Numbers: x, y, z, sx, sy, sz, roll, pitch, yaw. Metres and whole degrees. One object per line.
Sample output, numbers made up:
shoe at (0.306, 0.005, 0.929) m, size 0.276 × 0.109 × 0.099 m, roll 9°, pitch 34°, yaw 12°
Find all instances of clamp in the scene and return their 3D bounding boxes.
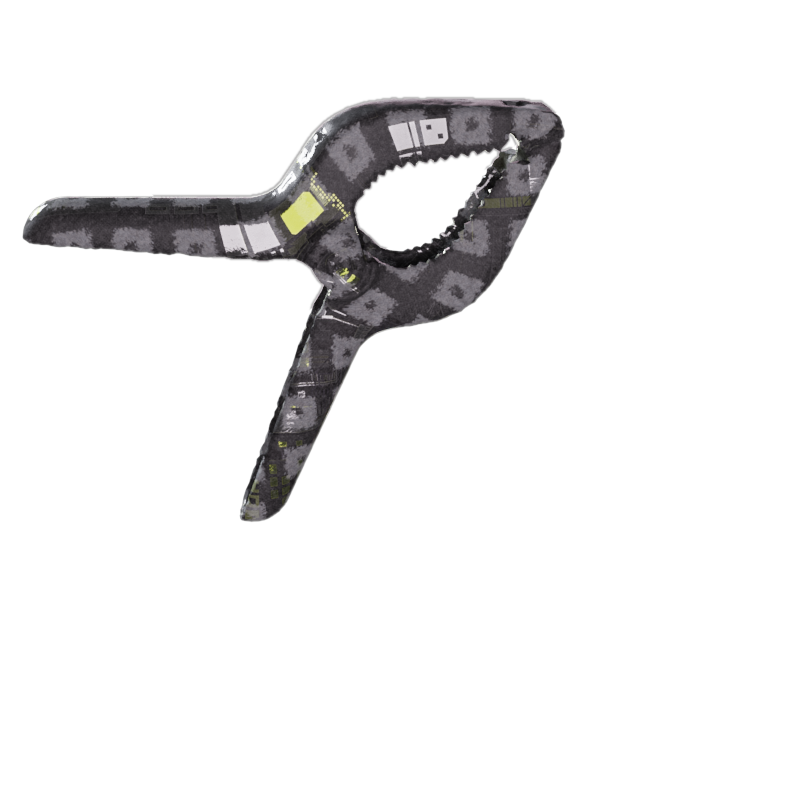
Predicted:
clamp at (-0.035, -0.063, 0.445) m, size 0.209 × 0.158 × 0.038 m, roll -38°, pitch 15°, yaw 12°
